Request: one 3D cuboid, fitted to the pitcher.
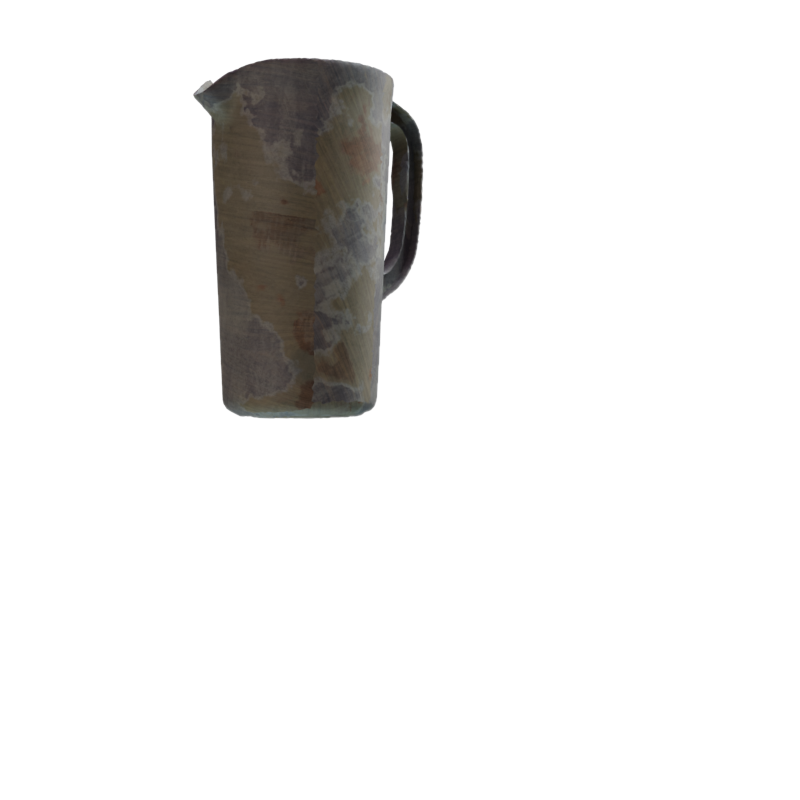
[{"bbox_3d":[-0.062,-0.113,0.789,0.151,0.246,0.142,-1,-3,7],"label":"pitcher"}]
